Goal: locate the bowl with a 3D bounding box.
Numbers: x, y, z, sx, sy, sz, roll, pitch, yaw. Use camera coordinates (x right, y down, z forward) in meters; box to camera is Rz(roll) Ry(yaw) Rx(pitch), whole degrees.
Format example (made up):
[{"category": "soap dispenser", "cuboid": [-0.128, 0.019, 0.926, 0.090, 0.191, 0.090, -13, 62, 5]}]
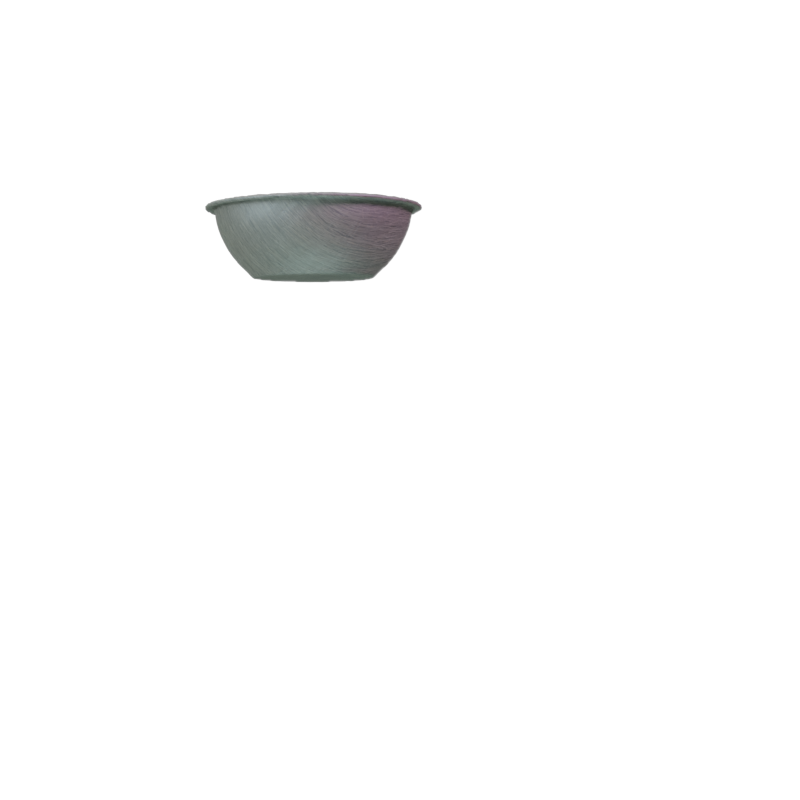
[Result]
[{"category": "bowl", "cuboid": [-0.065, -0.118, 0.827, 0.162, 0.055, 0.162, 0, 2, -2]}]
